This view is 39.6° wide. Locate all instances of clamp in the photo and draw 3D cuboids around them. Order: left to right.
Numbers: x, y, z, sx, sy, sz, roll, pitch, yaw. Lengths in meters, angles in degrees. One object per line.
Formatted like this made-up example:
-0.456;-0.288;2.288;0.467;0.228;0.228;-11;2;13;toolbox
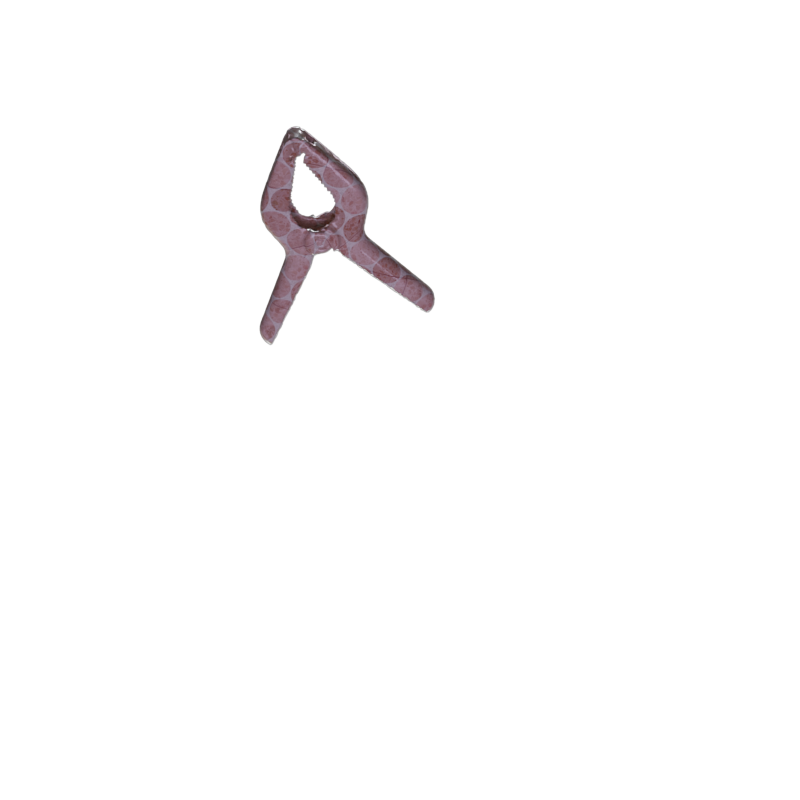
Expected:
-0.077;-0.141;0.986;0.165;0.196;0.039;-18;30;10;clamp
